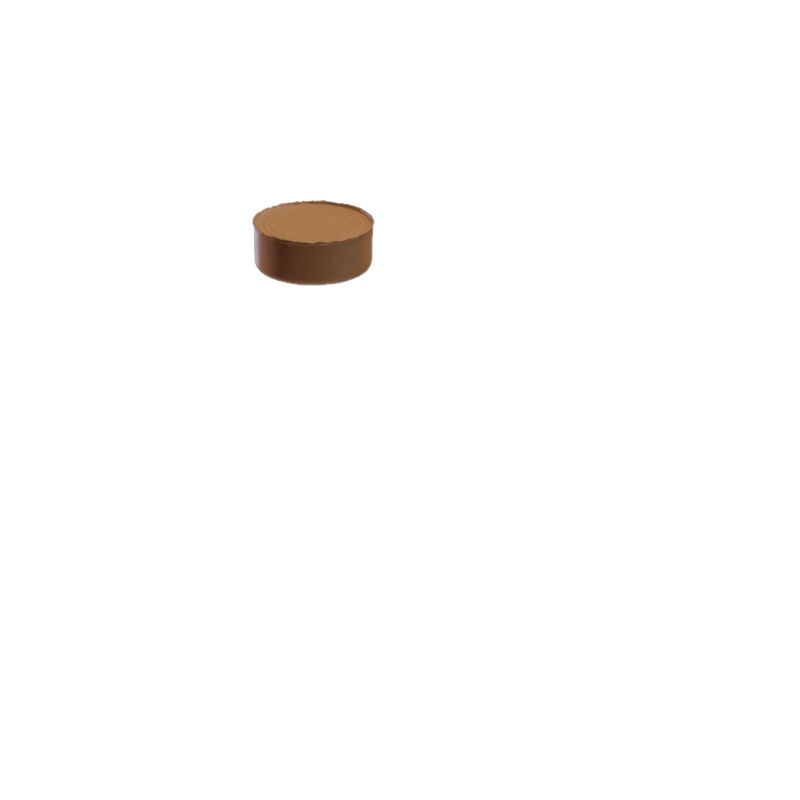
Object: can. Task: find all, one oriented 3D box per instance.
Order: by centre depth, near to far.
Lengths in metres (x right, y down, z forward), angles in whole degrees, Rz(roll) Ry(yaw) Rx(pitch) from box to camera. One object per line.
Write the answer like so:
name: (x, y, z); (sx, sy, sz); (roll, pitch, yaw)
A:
can: (-0.062, -0.112, 0.787); (0.086, 0.032, 0.091); (-1, 27, -2)
